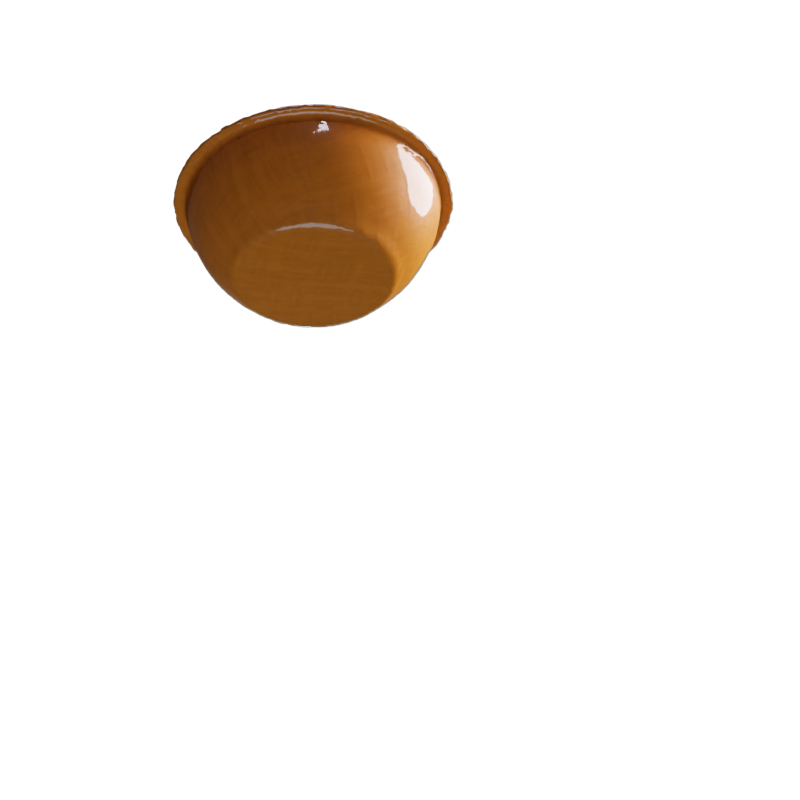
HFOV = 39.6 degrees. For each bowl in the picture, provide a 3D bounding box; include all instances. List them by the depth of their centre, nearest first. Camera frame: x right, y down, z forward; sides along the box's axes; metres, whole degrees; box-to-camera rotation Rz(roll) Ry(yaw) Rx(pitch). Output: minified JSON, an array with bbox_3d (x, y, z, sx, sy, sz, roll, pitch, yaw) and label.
[{"bbox_3d":[-0.049,-0.090,0.627,0.162,0.059,0.151,1,-36,-2],"label":"bowl"}]
